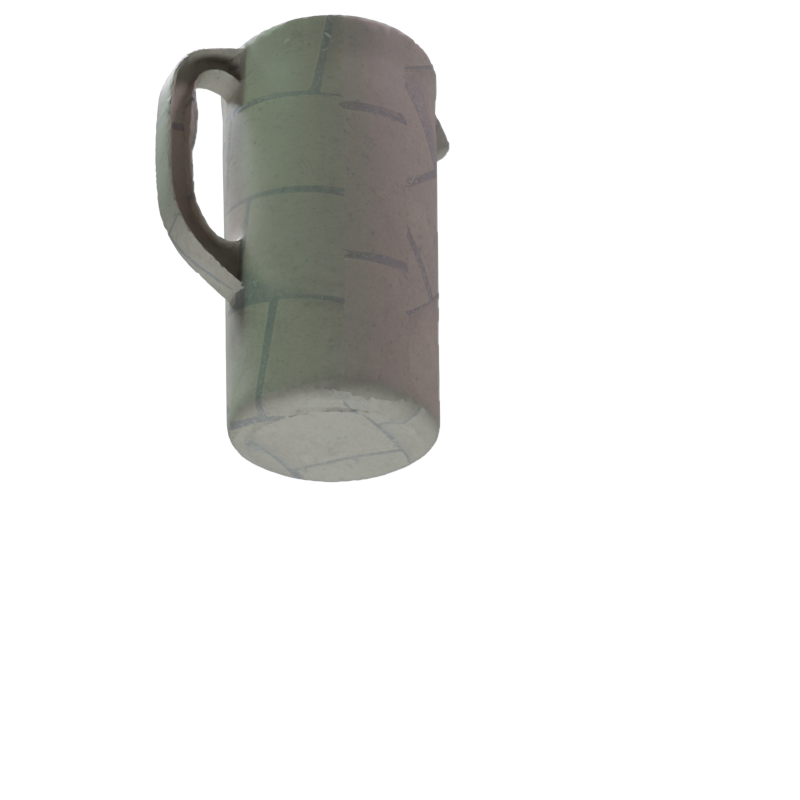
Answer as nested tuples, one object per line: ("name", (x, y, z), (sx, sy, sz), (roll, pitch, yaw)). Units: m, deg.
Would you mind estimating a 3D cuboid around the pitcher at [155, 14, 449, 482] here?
("pitcher", (-0.048, -0.088, 0.617), (0.151, 0.259, 0.134), (-9, -31, 11))
